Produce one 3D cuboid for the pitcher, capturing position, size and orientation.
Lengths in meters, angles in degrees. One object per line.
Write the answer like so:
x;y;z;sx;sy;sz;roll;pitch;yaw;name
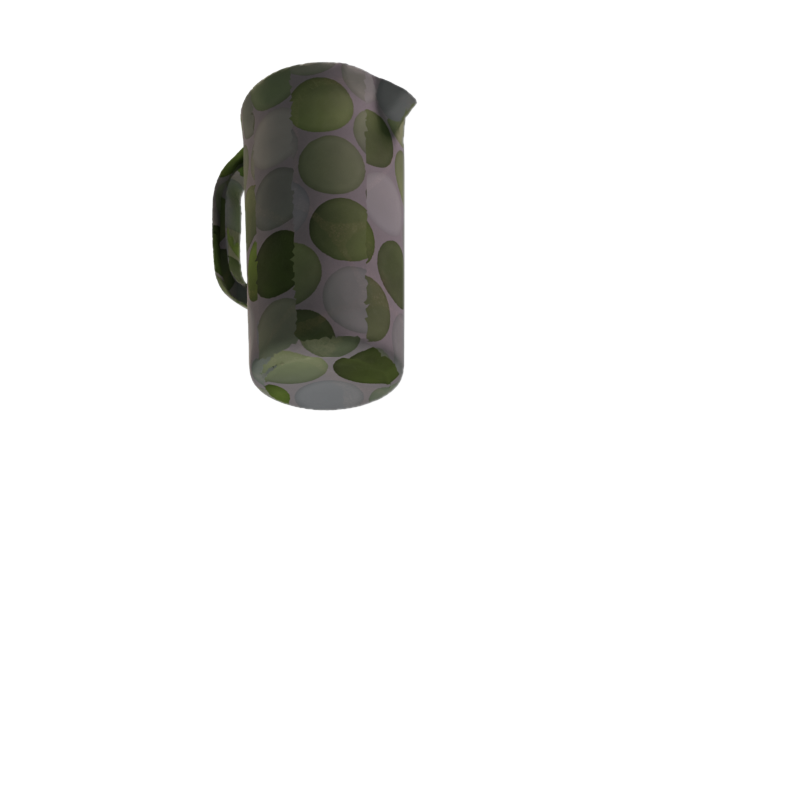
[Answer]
-0.065;-0.119;0.835;0.142;0.259;0.142;5;-30;-12;pitcher
